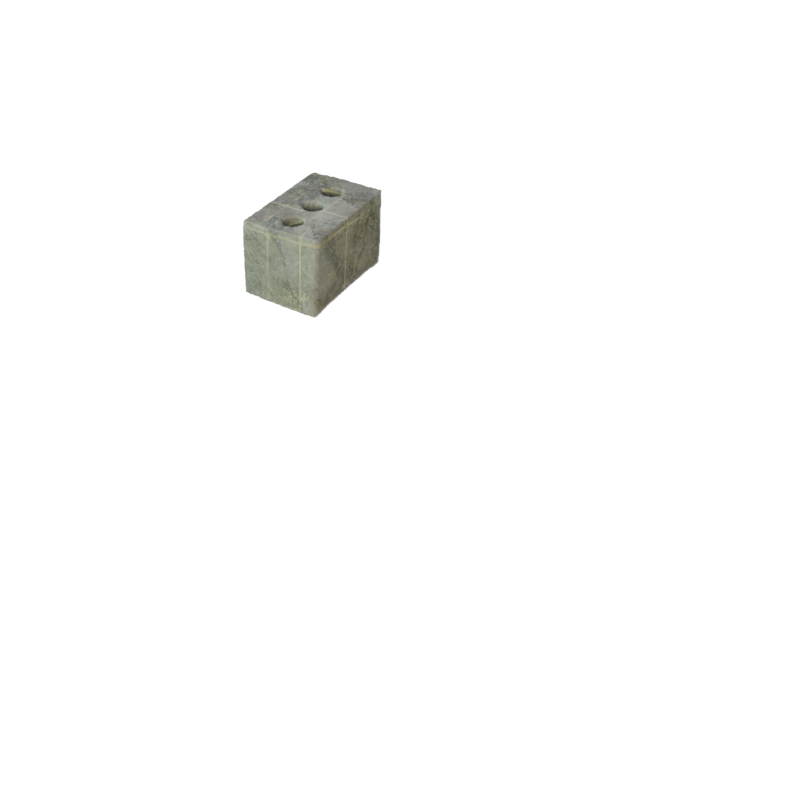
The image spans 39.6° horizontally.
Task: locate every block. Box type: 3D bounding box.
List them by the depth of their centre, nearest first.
[{"bbox_3d":[-0.053,-0.096,0.673,0.055,0.048,0.079,18,38,23],"label":"block"}]
